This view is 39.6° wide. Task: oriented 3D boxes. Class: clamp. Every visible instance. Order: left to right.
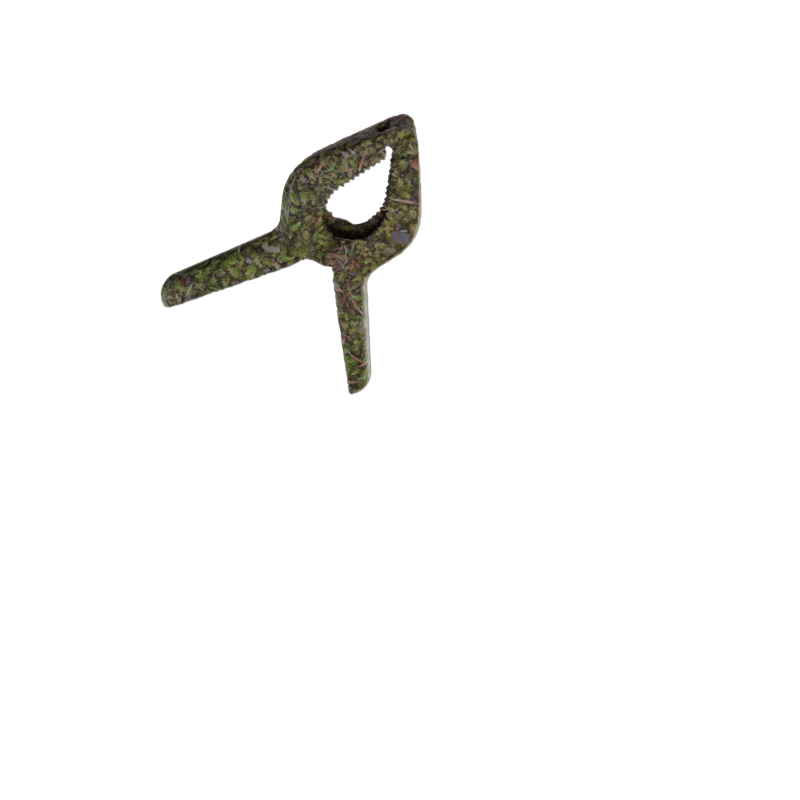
[{"bbox_3d":[-0.059,-0.107,0.750,0.160,0.202,0.039,21,30,-13],"label":"clamp"}]
